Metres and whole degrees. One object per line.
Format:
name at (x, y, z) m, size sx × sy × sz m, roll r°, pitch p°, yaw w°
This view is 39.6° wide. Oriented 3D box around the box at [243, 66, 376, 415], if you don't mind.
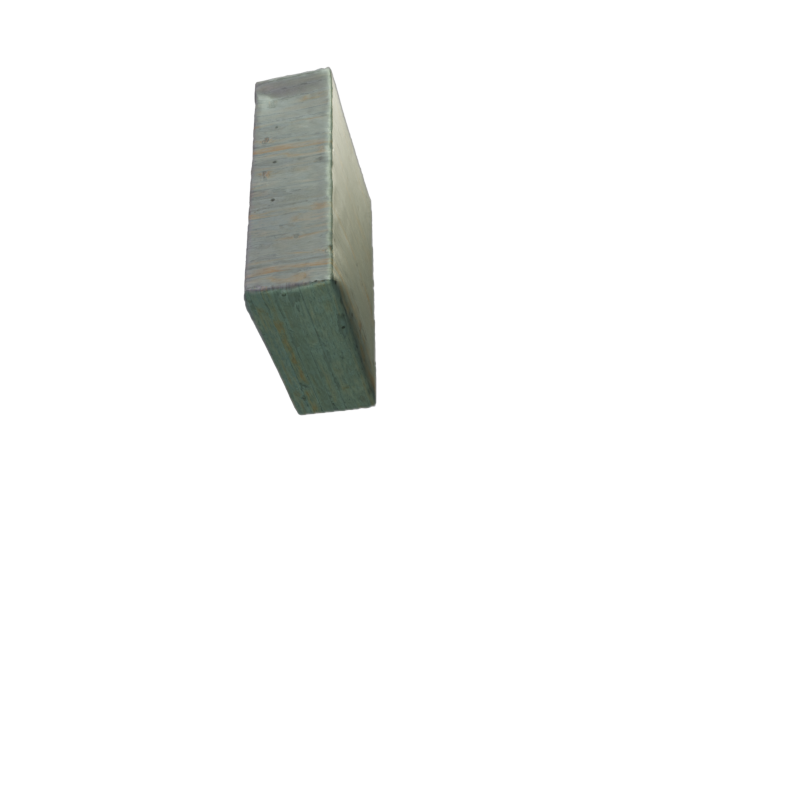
box at (-0.067, -0.122, 0.858) m, size 0.072 × 0.229 × 0.152 m, roll -9°, pitch -36°, yaw 7°
